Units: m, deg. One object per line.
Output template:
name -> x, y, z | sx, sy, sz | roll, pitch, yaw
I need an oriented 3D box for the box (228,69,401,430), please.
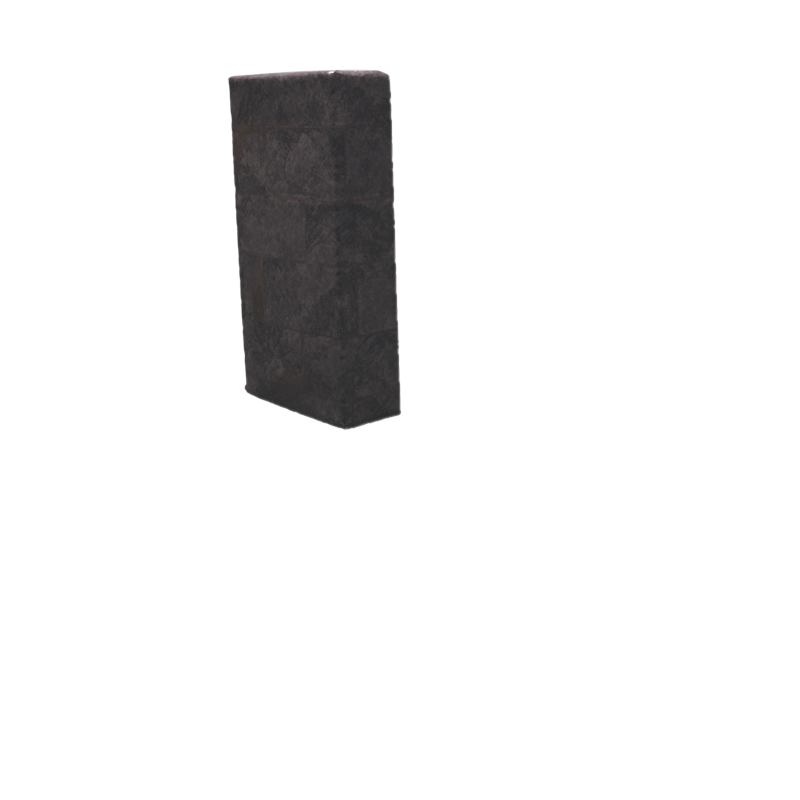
box -> -0.045, -0.083, 0.579 | 0.046, 0.173, 0.098 | -6, 11, -39
